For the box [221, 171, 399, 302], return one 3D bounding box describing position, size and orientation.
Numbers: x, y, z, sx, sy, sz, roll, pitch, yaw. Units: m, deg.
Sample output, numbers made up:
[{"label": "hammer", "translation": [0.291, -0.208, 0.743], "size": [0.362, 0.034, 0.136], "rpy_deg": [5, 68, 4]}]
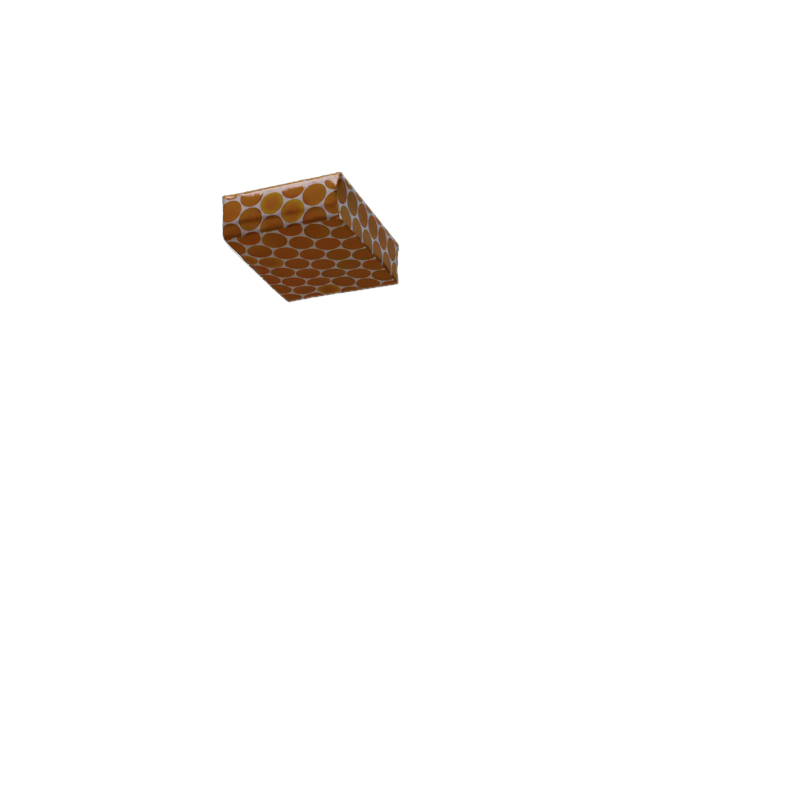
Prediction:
[{"label": "box", "translation": [-0.061, -0.111, 0.774], "size": [0.091, 0.041, 0.106], "rpy_deg": [-8, -22, 20]}]
